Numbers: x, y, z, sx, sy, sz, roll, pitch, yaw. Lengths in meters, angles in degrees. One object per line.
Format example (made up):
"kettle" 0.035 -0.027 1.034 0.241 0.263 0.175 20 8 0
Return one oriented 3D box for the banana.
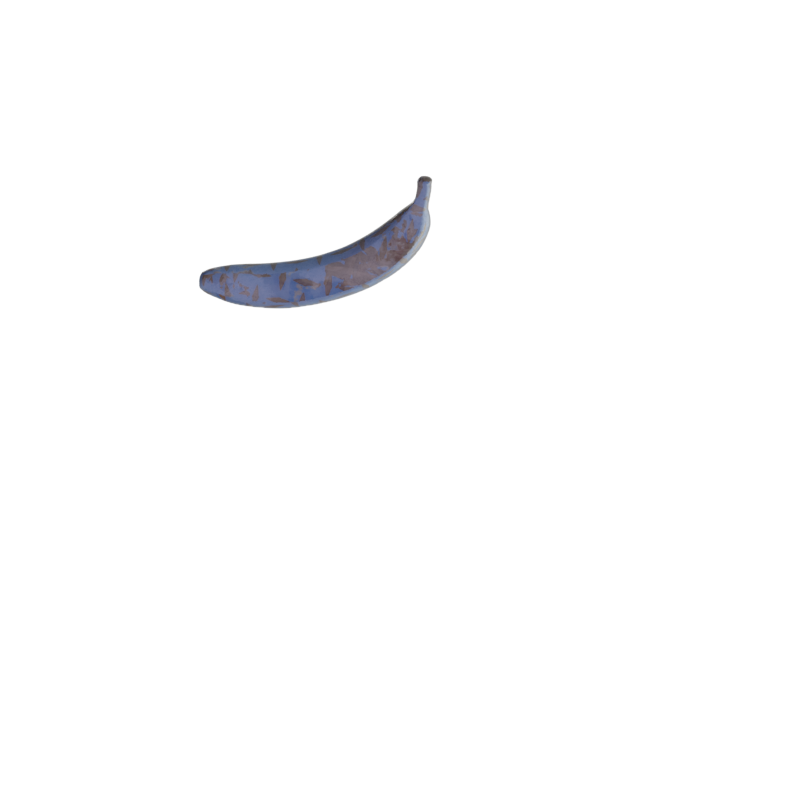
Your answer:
"banana" -0.056 -0.109 0.859 0.198 0.066 0.039 -23 22 9
